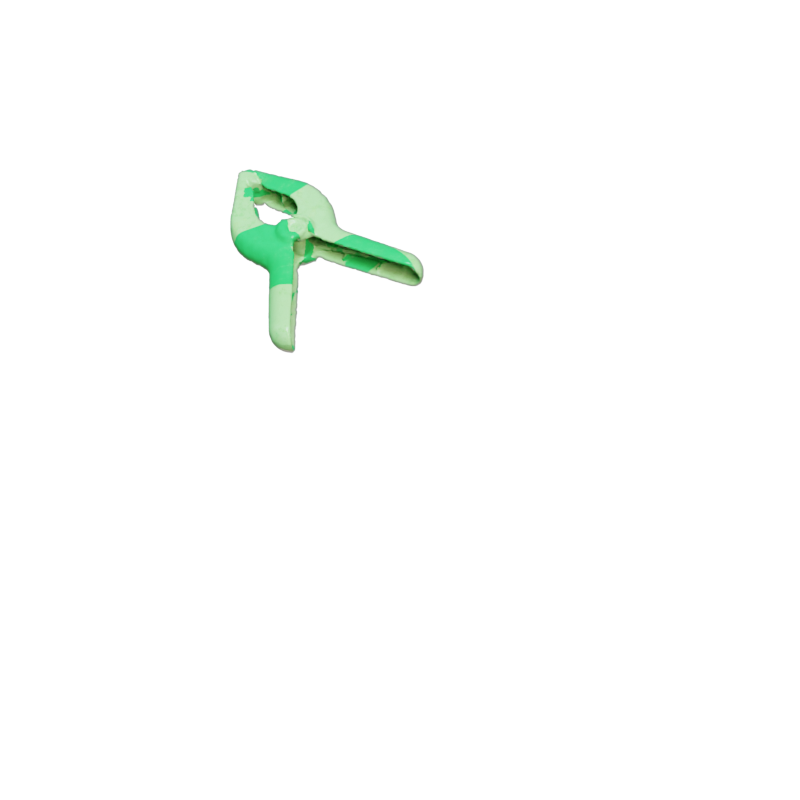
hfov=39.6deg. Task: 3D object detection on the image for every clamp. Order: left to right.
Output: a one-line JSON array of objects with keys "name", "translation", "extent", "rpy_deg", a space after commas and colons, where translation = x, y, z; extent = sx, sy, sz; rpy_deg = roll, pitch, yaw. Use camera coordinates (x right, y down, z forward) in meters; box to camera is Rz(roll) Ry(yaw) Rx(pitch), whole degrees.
[{"name": "clamp", "translation": [-0.064, -0.117, 0.818], "extent": [0.119, 0.185, 0.036], "rpy_deg": [-18, -38, -15]}]
